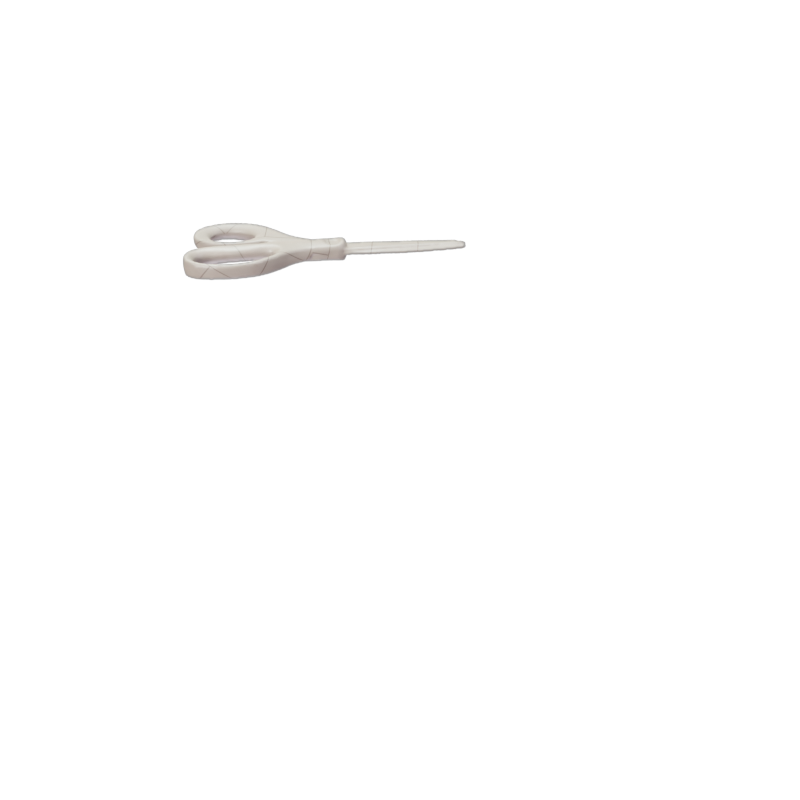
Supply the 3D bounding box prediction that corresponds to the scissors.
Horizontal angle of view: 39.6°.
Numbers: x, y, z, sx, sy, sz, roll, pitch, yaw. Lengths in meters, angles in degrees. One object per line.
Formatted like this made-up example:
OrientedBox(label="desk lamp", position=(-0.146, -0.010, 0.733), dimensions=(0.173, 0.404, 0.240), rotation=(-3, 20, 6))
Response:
OrientedBox(label="scissors", position=(-0.063, -0.116, 0.810), dimensions=(0.198, 0.015, 0.103), rotation=(-11, 29, -20))
